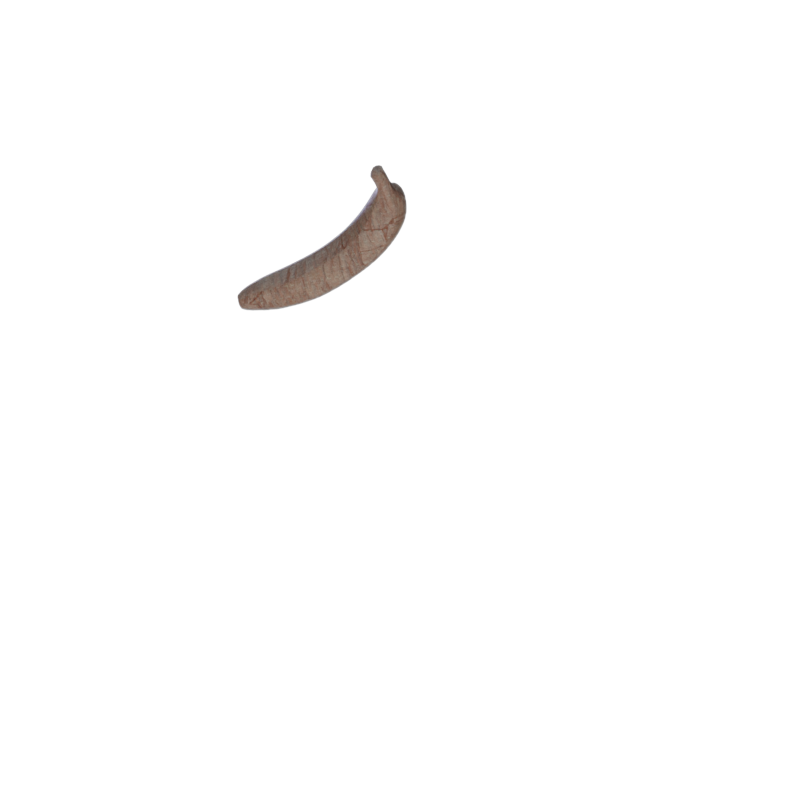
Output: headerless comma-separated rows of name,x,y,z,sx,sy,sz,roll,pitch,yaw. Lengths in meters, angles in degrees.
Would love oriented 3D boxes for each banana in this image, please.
banana,-0.056,-0.127,0.928,0.066,0.039,0.194,29,-50,-29
